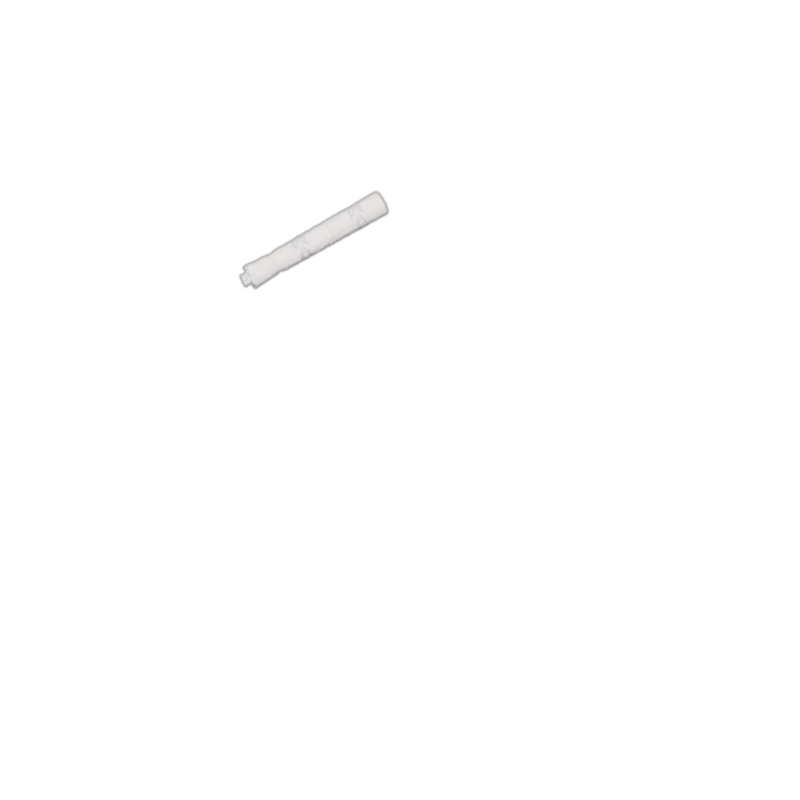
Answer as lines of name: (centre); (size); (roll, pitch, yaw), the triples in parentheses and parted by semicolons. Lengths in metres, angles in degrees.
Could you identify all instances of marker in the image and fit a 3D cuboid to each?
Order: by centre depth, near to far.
marker: (-0.065, -0.118, 0.825); (0.121, 0.019, 0.020); (-31, 10, -8)
